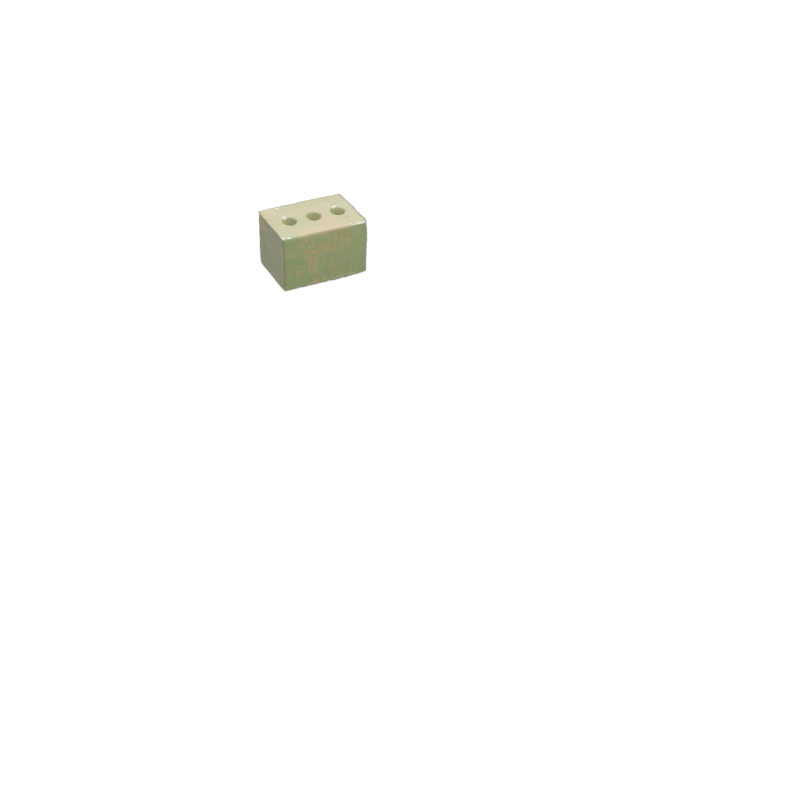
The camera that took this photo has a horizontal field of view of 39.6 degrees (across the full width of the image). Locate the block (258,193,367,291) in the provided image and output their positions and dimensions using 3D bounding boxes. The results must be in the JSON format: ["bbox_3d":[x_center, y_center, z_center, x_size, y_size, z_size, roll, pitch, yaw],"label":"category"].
[{"bbox_3d":[-0.072,-0.132,0.923,0.077,0.048,0.057,-16,38,-22],"label":"block"}]
